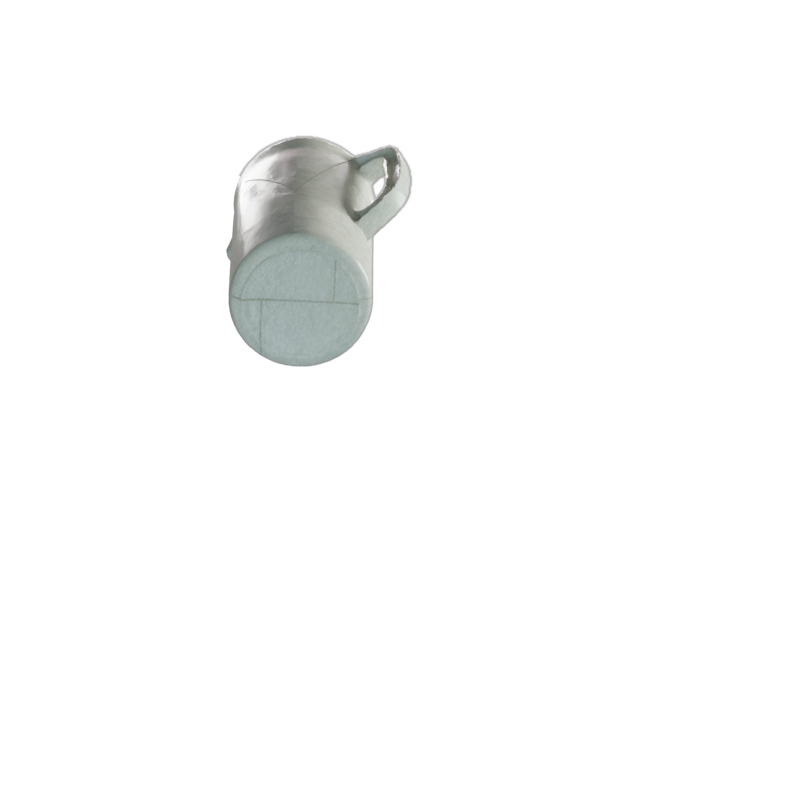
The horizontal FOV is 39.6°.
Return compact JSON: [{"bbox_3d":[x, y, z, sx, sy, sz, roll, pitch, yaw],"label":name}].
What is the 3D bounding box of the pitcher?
[{"bbox_3d":[-0.072,-0.132,0.924,0.143,0.143,0.256,11,24,-9],"label":"pitcher"}]
